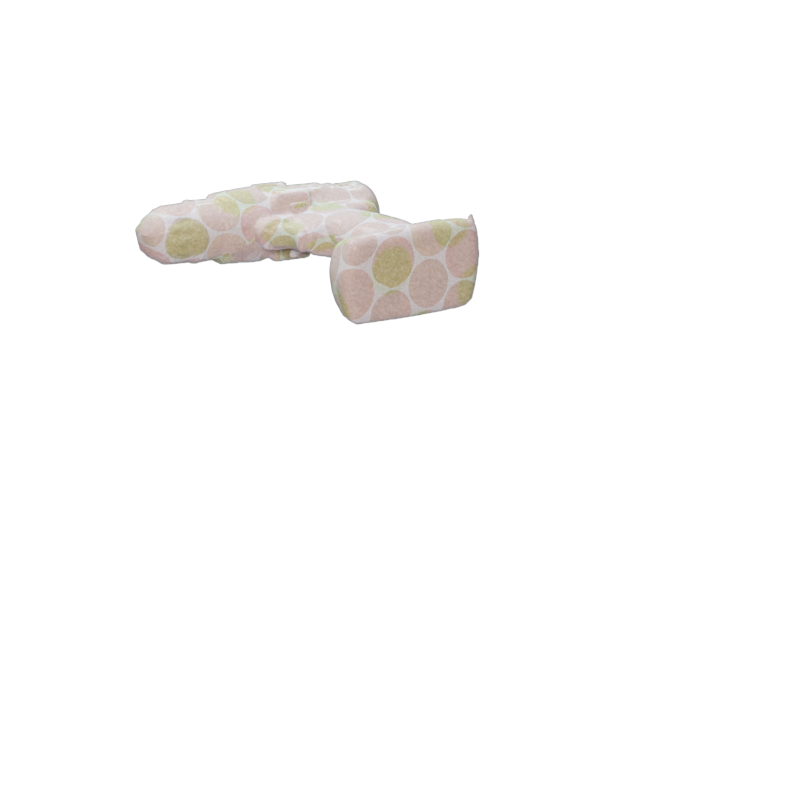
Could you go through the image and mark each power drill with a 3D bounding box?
[{"bbox_3d":[-0.056,-0.103,0.720,0.181,0.055,0.200,-15,27,-31],"label":"power drill"}]
